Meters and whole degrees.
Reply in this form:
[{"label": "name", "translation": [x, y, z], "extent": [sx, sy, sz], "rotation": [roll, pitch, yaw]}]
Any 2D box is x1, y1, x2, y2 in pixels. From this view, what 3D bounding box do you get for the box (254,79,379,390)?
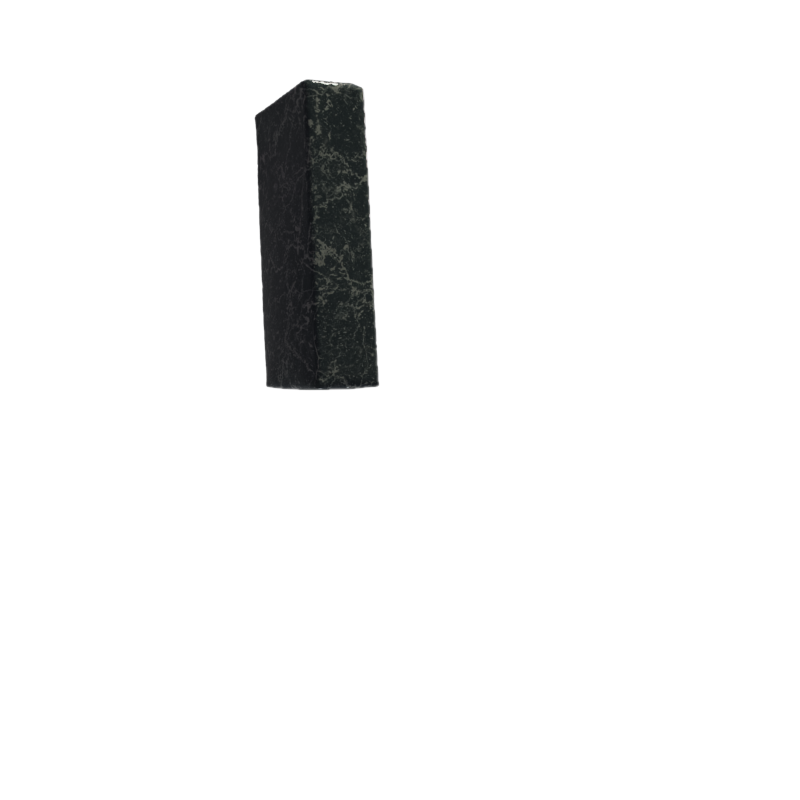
[{"label": "box", "translation": [-0.052, -0.095, 0.666], "extent": [0.047, 0.179, 0.095], "rotation": [3, -6, -25]}]
